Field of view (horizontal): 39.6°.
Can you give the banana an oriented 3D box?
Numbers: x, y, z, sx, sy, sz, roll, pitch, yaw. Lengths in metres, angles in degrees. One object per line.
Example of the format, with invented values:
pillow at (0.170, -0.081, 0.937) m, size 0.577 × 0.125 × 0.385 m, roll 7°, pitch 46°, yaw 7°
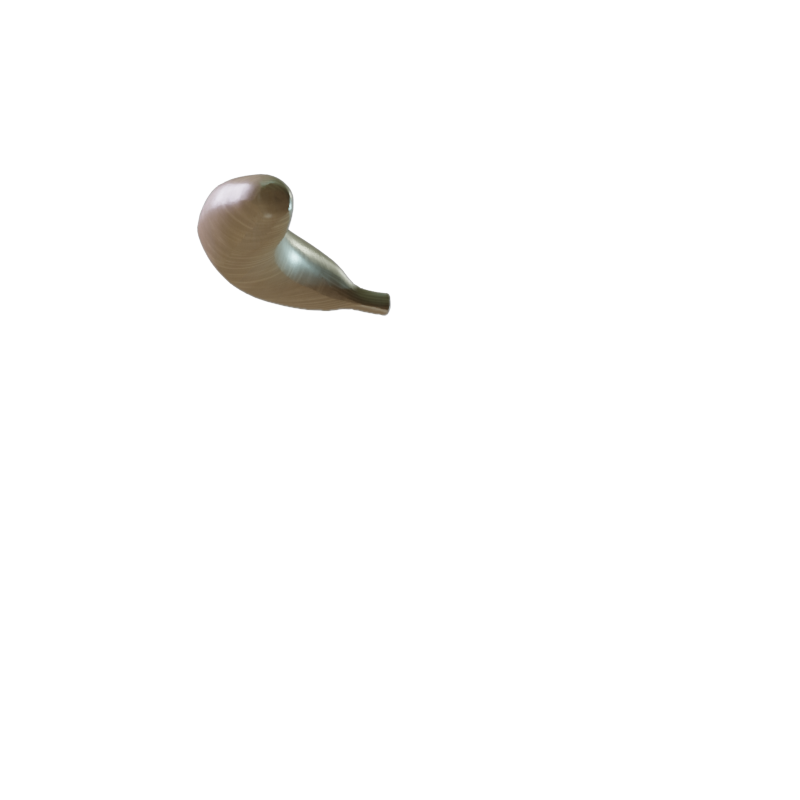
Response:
banana at (-0.057, -0.072, 0.522) m, size 0.071 × 0.038 × 0.189 m, roll -2°, pitch -7°, yaw 13°
